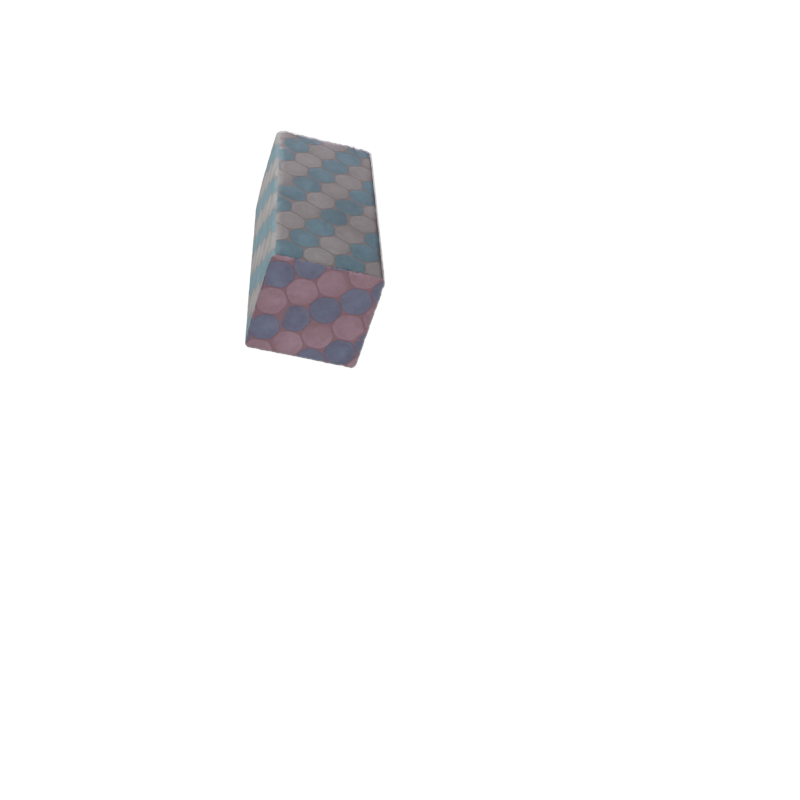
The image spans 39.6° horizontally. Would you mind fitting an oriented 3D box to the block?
[{"bbox_3d":[-0.072,-0.133,0.924,0.089,0.086,0.220,11,35,-12],"label":"block"}]
